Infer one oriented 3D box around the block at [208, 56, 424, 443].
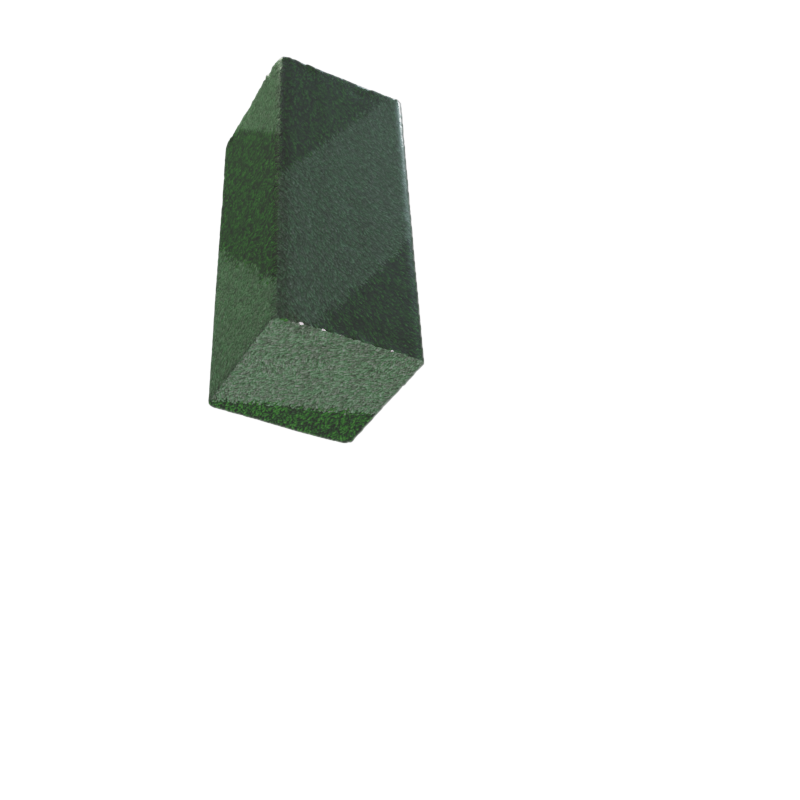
[{"bbox_3d":[-0.052,-0.094,0.656,0.087,0.221,0.088,17,-43,-23],"label":"block"}]
